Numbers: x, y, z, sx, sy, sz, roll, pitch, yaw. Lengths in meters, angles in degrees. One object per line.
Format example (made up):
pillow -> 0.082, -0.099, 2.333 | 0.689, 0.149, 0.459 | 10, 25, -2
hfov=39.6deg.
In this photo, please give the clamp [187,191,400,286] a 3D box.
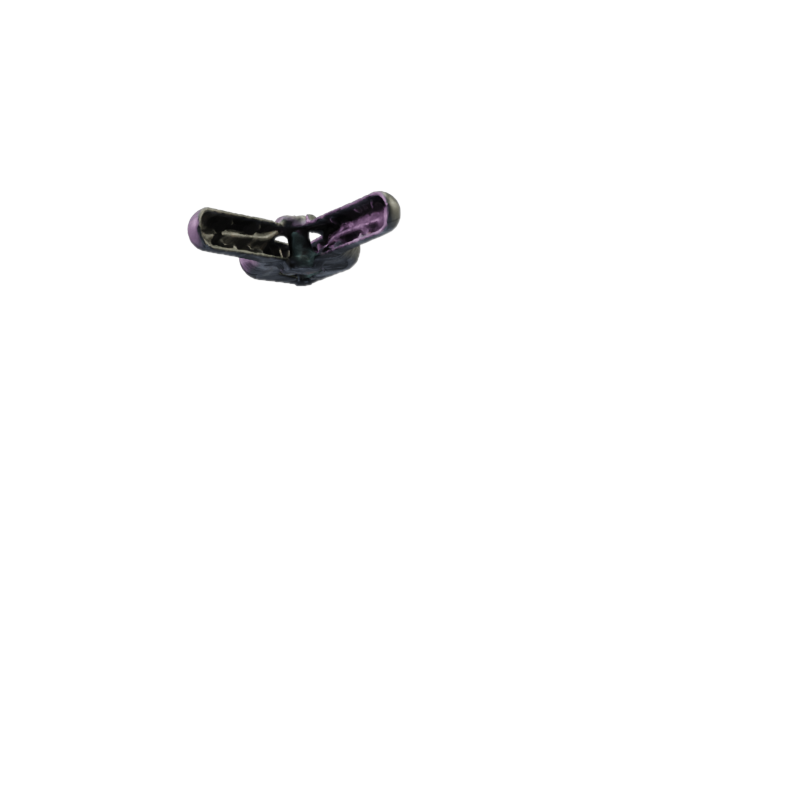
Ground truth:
clamp -> -0.054, -0.099, 0.694 | 0.121, 0.040, 0.168 | 0, 0, 7
